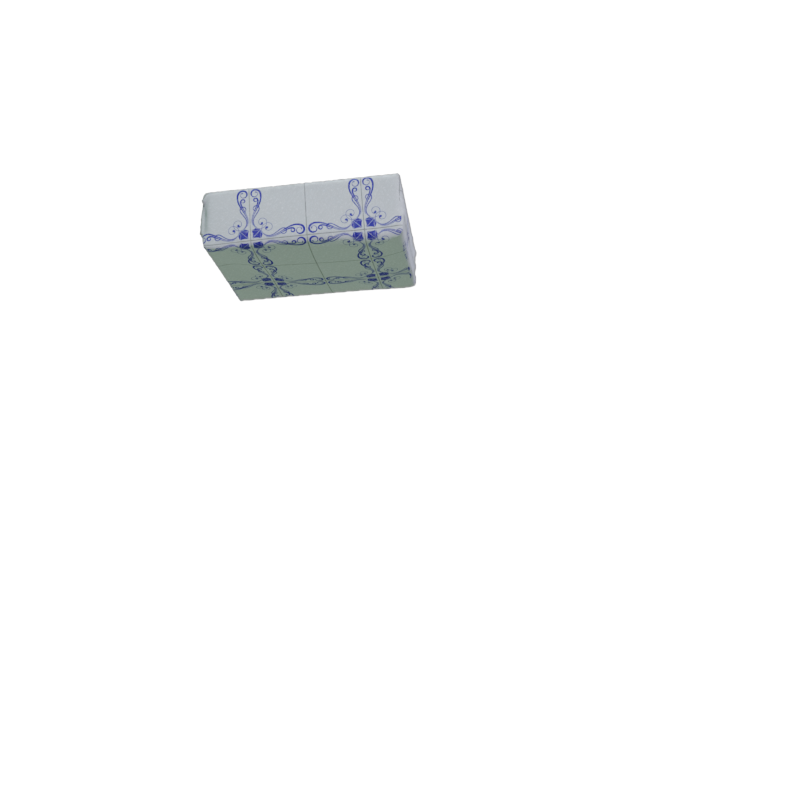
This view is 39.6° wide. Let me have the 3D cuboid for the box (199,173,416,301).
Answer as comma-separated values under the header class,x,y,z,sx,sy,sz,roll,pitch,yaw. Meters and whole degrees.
class,x,y,z,sx,sy,sz,roll,pitch,yaw
box,-0.050,-0.092,0.641,0.114,0.041,0.085,-2,-16,7
